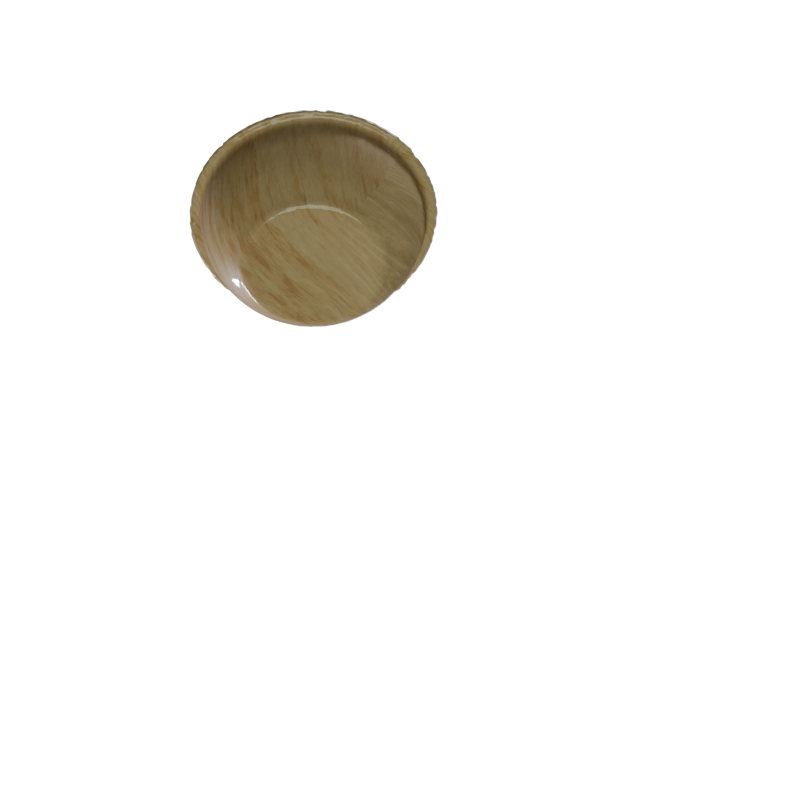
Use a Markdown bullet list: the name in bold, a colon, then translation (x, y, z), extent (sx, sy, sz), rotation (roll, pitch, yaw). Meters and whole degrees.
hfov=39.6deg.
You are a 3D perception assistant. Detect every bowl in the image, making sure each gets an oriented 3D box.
- **bowl**: translation (-0.055, -0.101, 0.704), extent (0.162, 0.151, 0.059), rotation (1, 37, -1)
